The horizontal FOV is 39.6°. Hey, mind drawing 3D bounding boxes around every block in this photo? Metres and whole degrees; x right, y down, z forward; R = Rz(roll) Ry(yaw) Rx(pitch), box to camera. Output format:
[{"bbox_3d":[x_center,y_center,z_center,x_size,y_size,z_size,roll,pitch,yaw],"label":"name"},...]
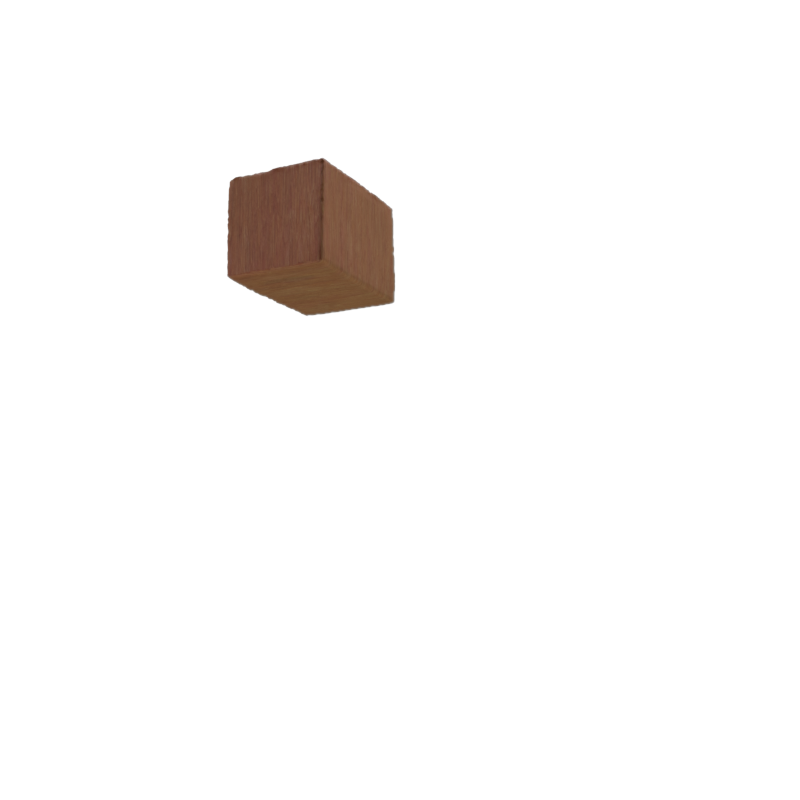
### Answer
[{"bbox_3d":[-0.042,-0.077,0.538,0.054,0.053,0.073,-8,-16,25],"label":"block"}]
